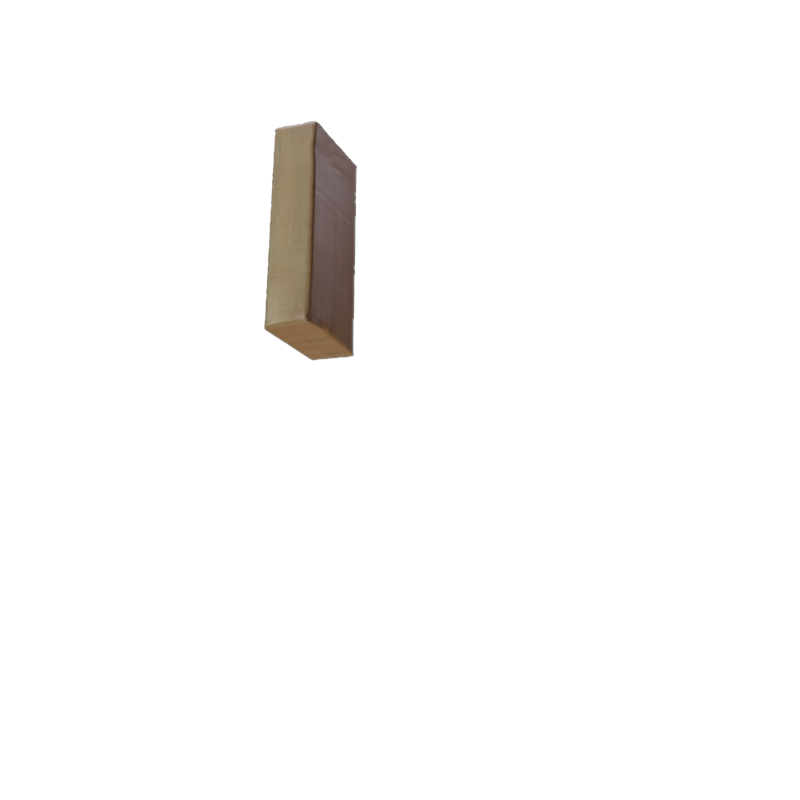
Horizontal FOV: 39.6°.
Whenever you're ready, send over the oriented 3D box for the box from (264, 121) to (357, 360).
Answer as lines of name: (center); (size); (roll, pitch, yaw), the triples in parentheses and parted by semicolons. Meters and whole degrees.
box: (-0.072, -0.131, 0.916); (0.049, 0.186, 0.087); (-10, -23, 19)
